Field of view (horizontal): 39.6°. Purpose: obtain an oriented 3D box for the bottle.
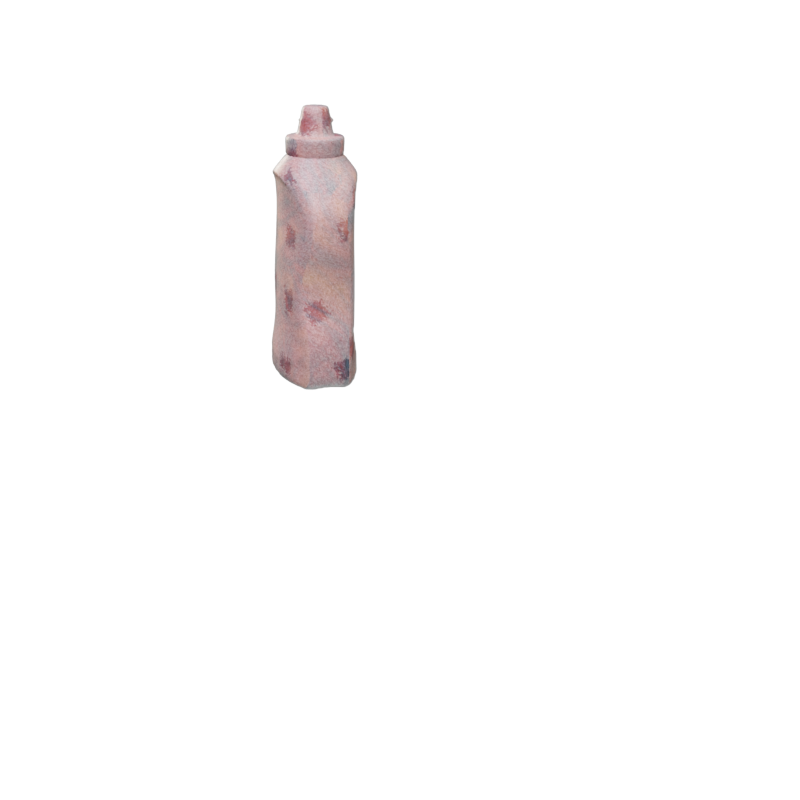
[{"bbox_3d":[-0.061,-0.112,0.782,0.057,0.185,0.101,-3,16,-15],"label":"bottle"}]
